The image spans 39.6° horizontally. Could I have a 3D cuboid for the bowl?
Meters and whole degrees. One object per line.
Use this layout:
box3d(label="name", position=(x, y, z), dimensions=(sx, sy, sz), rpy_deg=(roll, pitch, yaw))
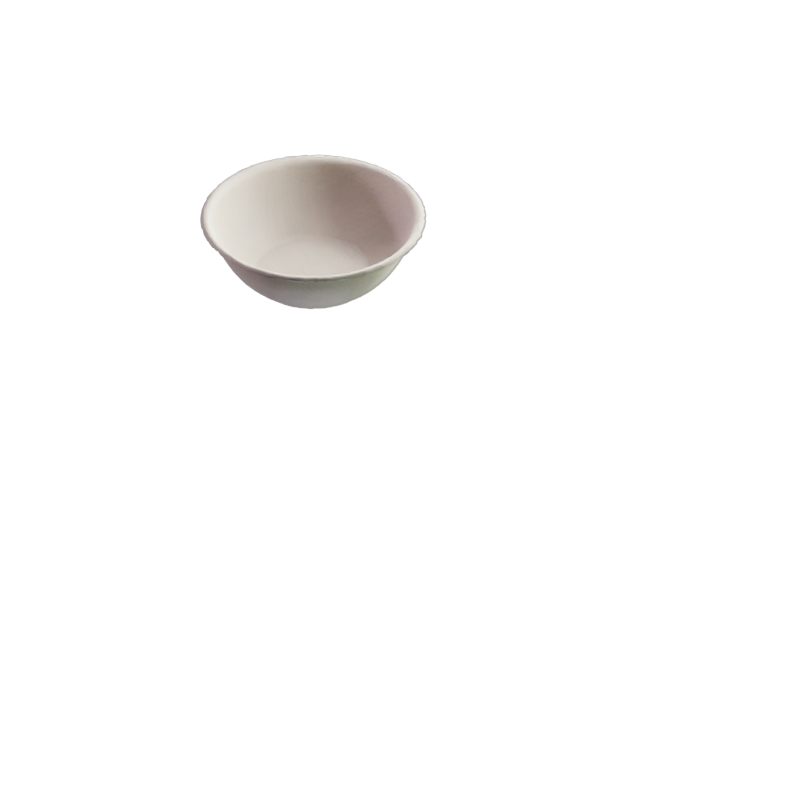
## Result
box3d(label="bowl", position=(-0.063, -0.116, 0.810), dimensions=(0.162, 0.051, 0.174), rpy_deg=(-1, 40, -2))
